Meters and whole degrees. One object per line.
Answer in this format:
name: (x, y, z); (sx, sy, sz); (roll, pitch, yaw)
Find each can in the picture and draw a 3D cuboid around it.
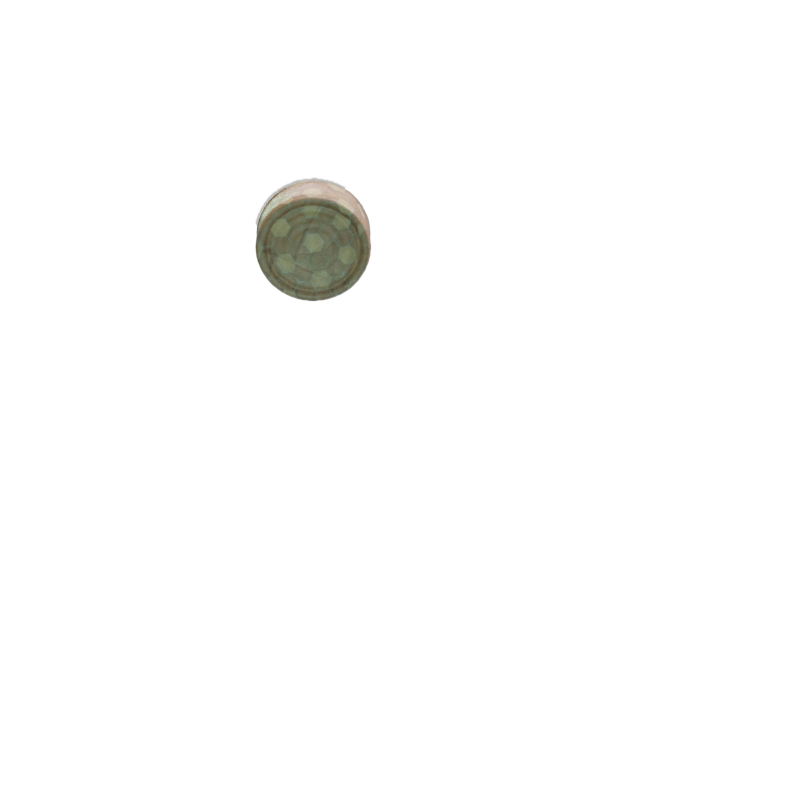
can: (-0.064, -0.117, 0.820); (0.086, 0.081, 0.035); (1, 25, -1)
